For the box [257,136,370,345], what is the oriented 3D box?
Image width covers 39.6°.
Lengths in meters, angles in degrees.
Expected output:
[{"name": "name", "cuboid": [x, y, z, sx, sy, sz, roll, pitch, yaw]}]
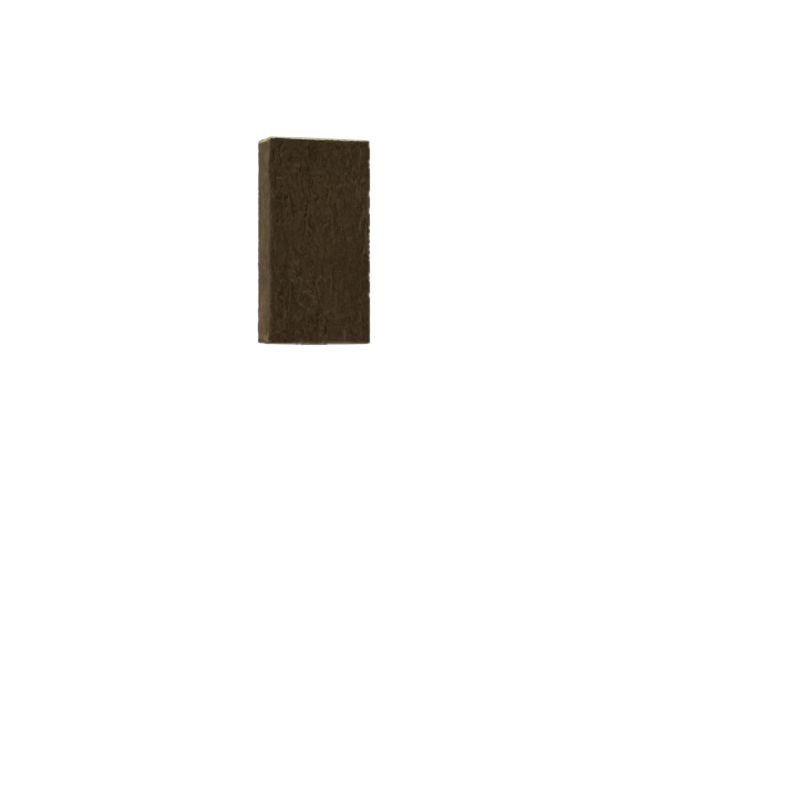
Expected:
[{"name": "box", "cuboid": [-0.075, -0.136, 0.955, 0.091, 0.178, 0.049, 0, -3, -21]}]
